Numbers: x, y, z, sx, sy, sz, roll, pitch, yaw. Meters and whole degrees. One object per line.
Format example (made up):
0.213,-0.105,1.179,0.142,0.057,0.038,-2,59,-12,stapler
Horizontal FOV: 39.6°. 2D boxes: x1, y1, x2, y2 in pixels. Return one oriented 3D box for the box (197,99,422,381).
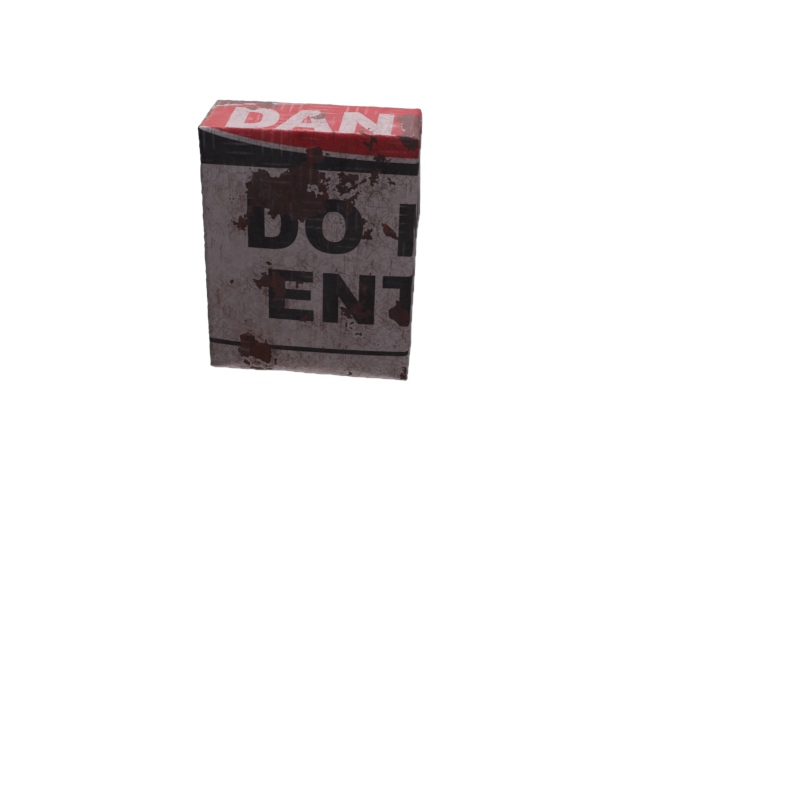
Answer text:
-0.068,-0.125,0.875,0.165,0.201,0.076,5,30,5,box
